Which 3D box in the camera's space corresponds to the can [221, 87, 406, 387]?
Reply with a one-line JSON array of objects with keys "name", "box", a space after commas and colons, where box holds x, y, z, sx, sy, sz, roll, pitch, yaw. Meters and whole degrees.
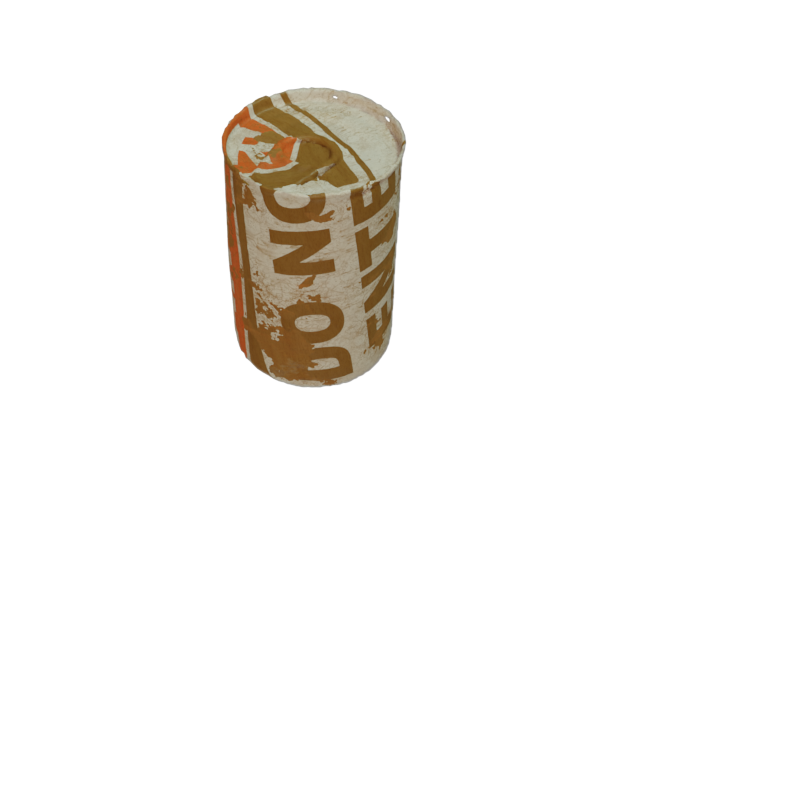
[{"name": "can", "box": [-0.035, -0.063, 0.441, 0.068, 0.095, 0.074, 0, 45, -3]}]
